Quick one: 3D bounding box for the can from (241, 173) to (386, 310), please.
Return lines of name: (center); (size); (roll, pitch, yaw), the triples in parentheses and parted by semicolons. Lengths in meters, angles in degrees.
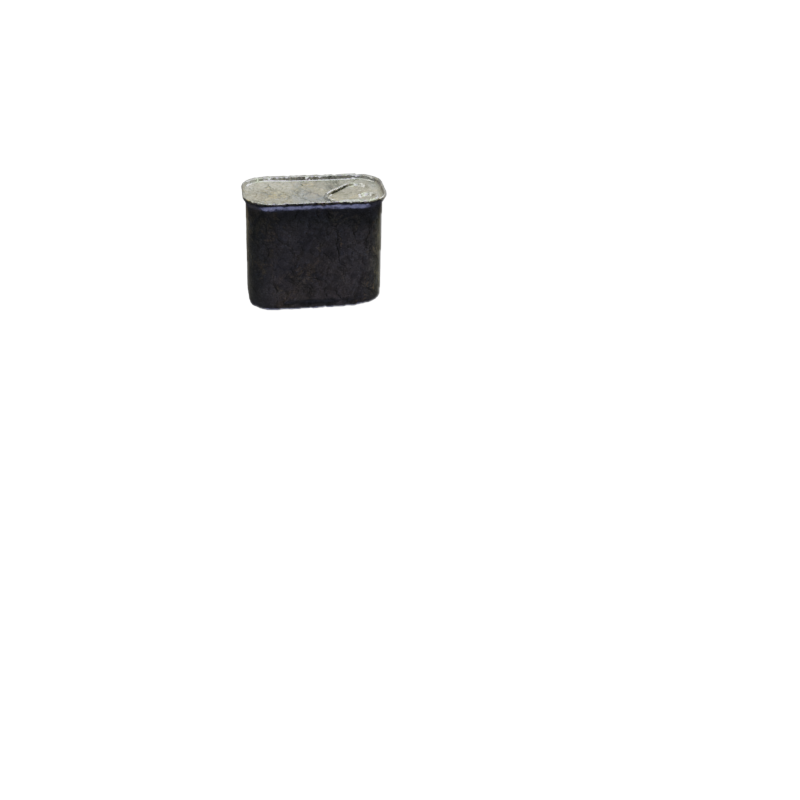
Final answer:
can: (-0.063, -0.115, 0.803); (0.101, 0.079, 0.061); (-3, 26, -7)
